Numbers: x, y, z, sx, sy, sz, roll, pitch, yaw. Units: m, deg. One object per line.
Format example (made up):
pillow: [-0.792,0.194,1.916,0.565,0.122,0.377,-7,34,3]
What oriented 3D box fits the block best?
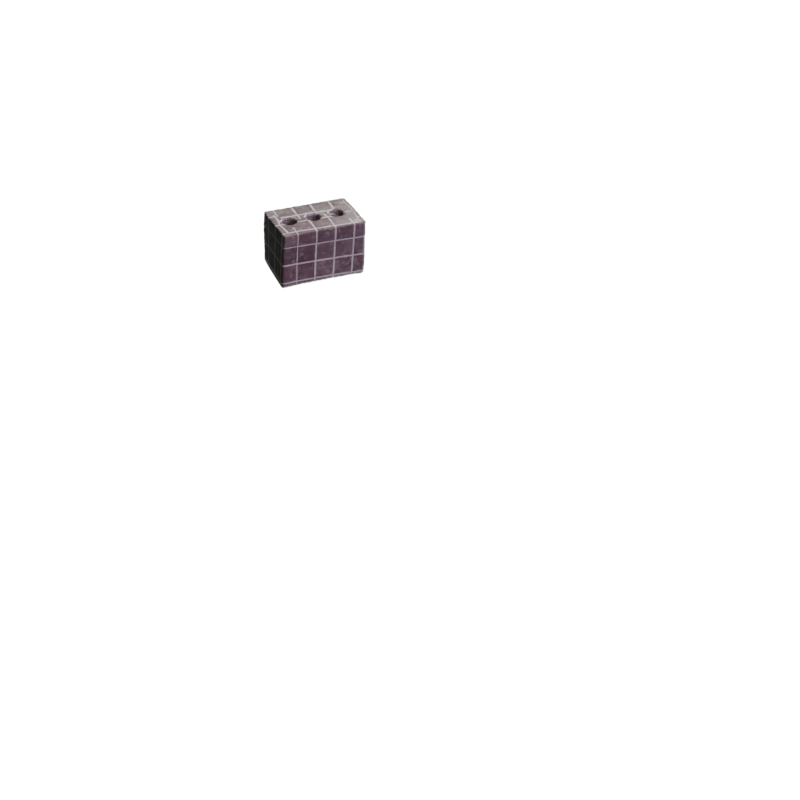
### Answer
block: [-0.076,-0.139,0.974,0.077,0.048,0.057,-13,36,-20]
